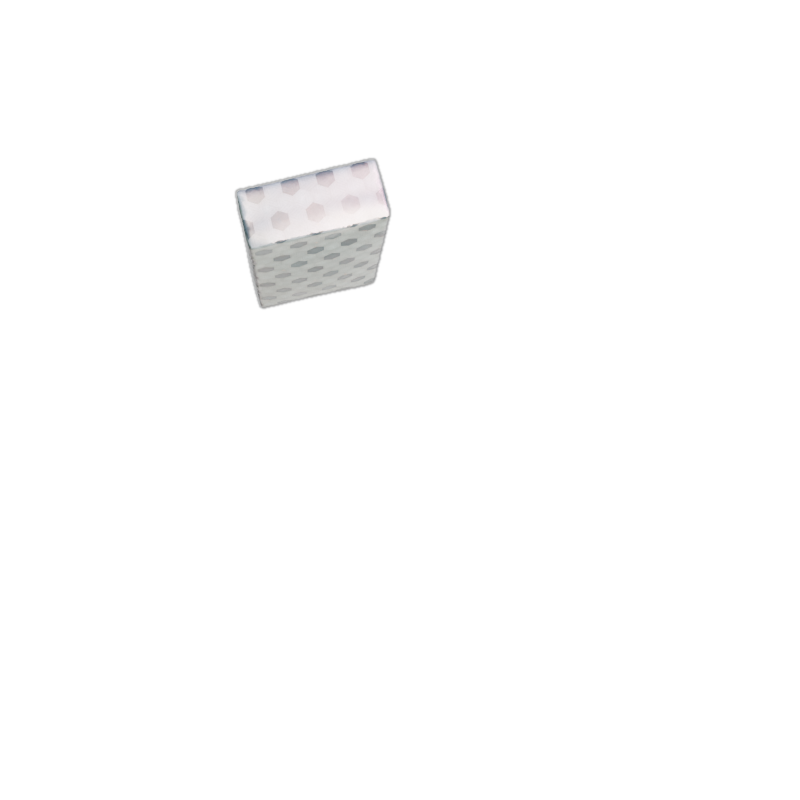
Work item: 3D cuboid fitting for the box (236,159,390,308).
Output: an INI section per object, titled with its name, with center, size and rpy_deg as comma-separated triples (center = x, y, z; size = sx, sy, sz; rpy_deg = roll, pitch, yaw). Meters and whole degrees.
[box]
center = -0.060, -0.109, 0.767
size = 0.093, 0.049, 0.173
rpy_deg = -14, -5, -5
